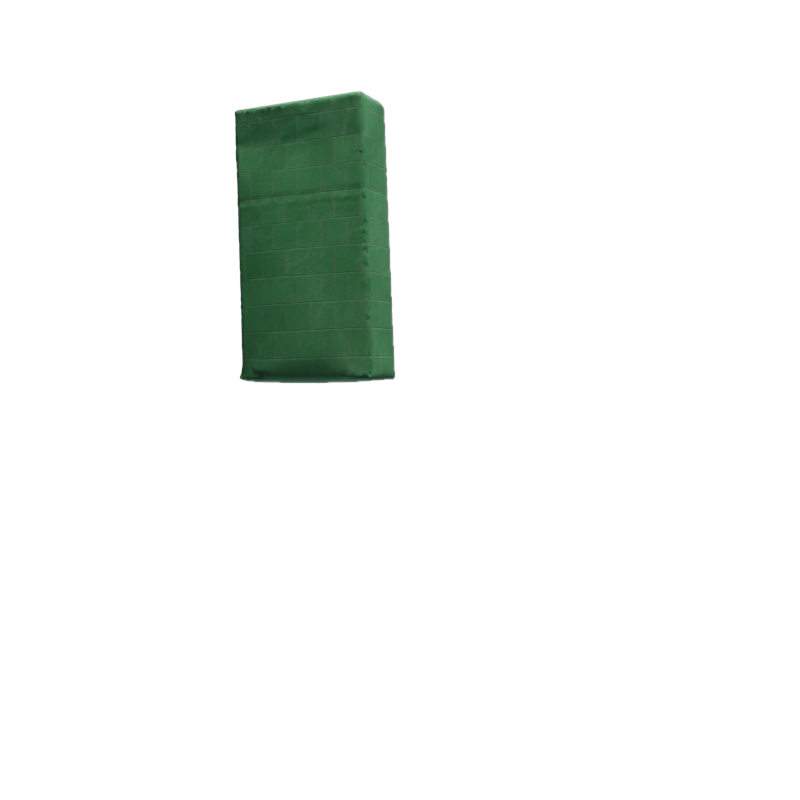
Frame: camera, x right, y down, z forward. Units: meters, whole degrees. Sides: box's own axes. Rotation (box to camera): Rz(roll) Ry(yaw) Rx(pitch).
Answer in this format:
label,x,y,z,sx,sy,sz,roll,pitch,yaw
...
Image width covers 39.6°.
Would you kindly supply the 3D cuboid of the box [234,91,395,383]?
label,x,y,z,sx,sy,sz,roll,pitch,yaw
box,-0.054,-0.100,0.700,0.096,0.180,0.046,-4,-9,25
